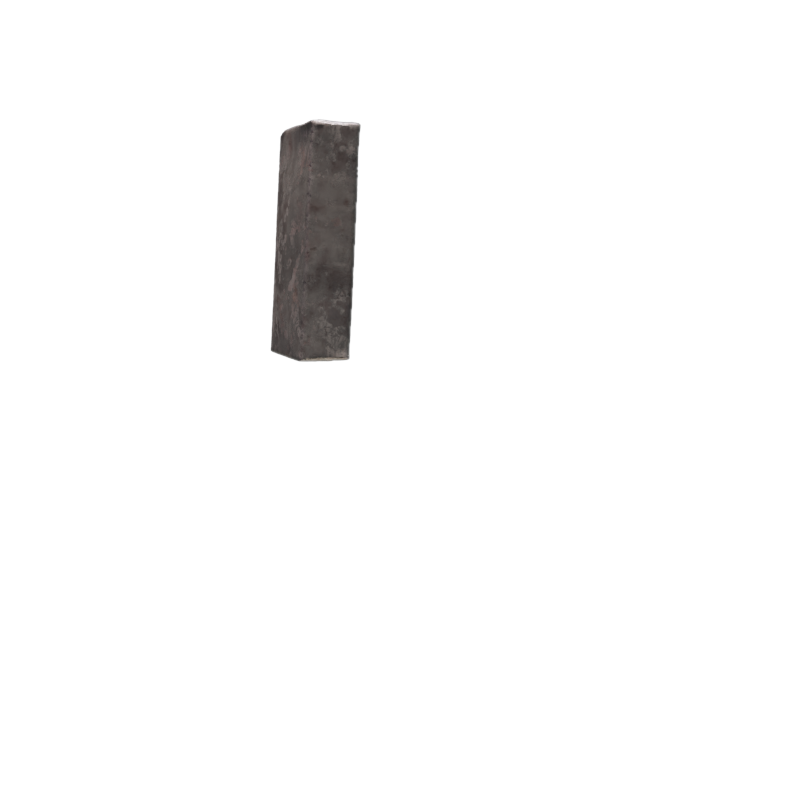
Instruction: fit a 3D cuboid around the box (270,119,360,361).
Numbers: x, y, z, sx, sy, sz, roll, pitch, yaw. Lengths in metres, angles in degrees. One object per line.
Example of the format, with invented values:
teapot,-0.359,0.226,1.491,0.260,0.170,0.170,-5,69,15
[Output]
box,-0.066,-0.121,0.844,0.047,0.177,0.096,0,1,-20
